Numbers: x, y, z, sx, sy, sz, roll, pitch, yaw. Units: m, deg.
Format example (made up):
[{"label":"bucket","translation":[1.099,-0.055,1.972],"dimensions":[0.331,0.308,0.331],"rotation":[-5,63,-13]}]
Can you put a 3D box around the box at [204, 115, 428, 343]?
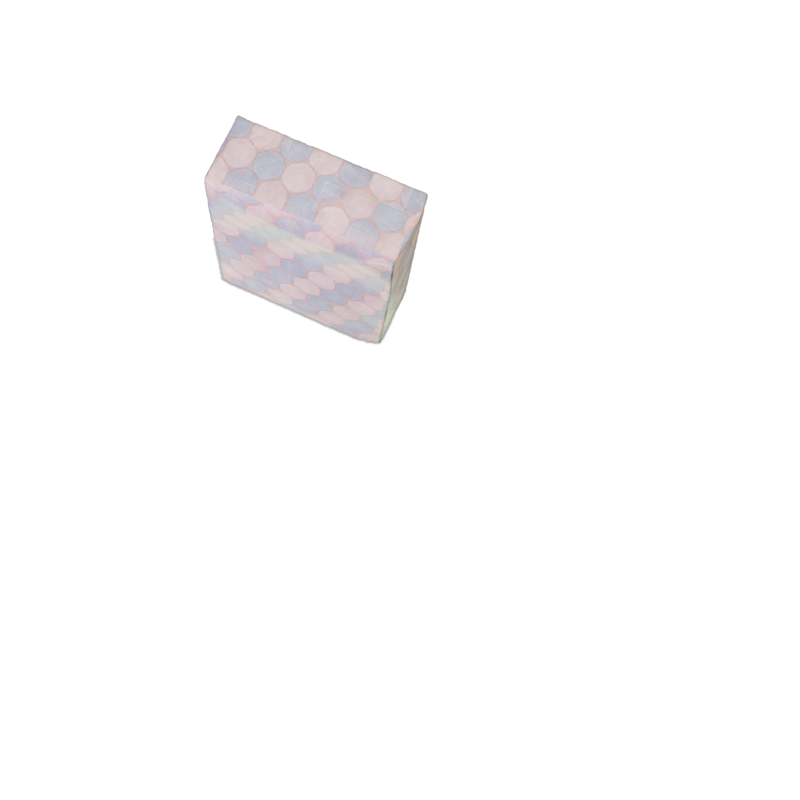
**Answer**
[{"label":"box","translation":[-0.073,-0.134,0.935],"dimensions":[0.167,0.074,0.205],"rotation":[24,-16,5]}]
